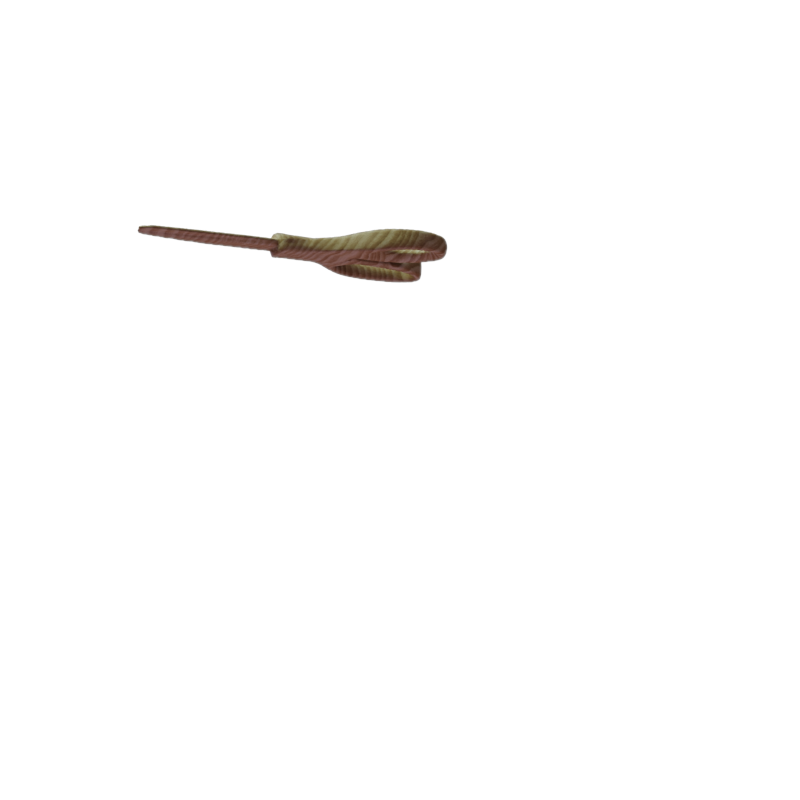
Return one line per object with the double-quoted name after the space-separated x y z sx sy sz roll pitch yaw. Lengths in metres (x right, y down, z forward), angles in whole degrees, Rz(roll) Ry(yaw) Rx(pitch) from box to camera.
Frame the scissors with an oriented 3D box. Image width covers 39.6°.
-0.055 -0.101 0.705 0.192 0.016 0.098 7 -12 -38 "scissors"
